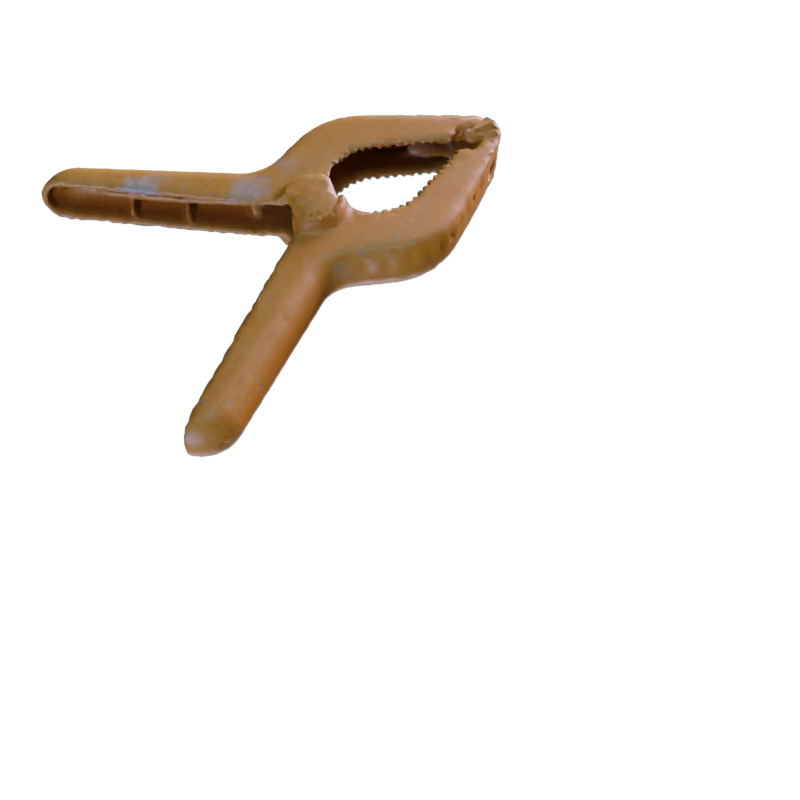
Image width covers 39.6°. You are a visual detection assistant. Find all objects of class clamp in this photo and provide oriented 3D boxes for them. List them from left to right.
[{"bbox_3d":[-0.039,-0.071,0.497,0.208,0.177,0.034,-20,-34,-14],"label":"clamp"}]
